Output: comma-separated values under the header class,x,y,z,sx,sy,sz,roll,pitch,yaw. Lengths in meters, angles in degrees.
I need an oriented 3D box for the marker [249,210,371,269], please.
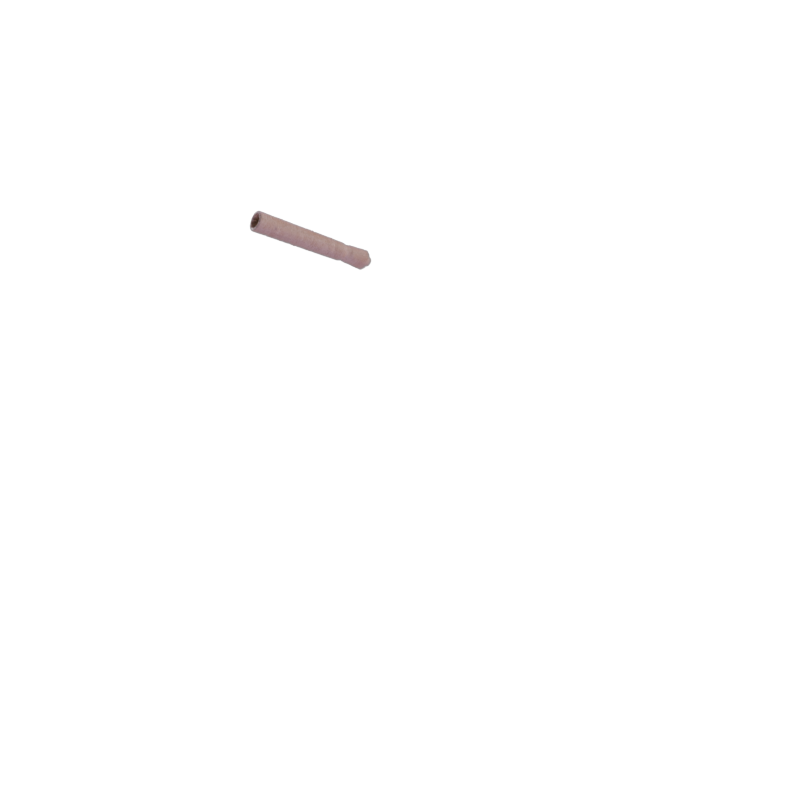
class,x,y,z,sx,sy,sz,roll,pitch,yaw
marker,-0.077,-0.141,0.985,0.115,0.020,0.020,16,-5,-29
